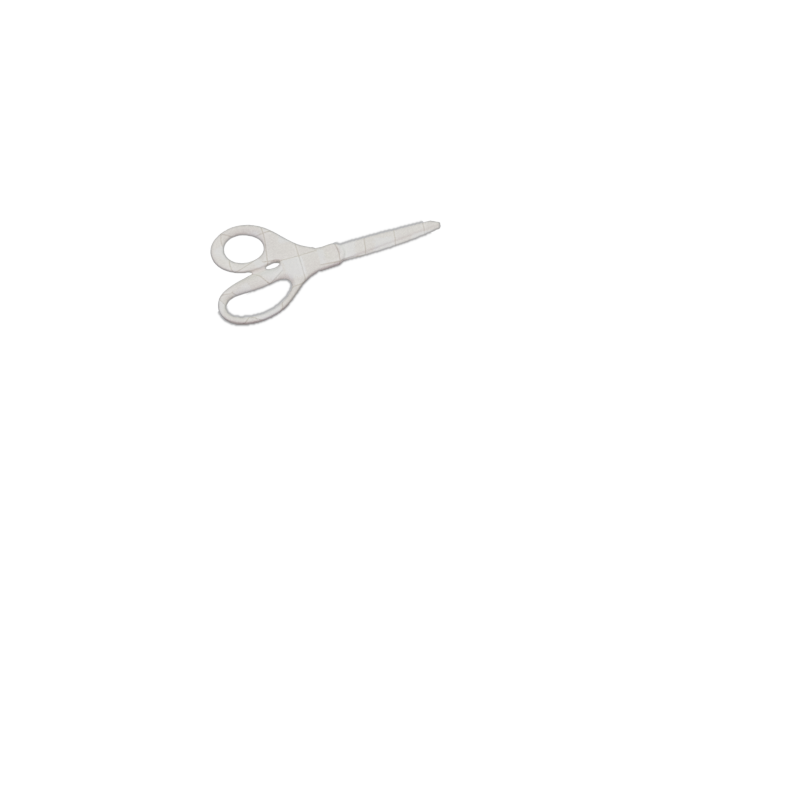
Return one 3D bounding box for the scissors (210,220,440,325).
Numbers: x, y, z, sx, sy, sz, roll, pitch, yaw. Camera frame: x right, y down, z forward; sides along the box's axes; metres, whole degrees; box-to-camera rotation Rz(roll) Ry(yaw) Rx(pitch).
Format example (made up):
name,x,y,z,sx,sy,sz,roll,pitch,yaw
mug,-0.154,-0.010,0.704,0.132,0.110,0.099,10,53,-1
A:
name,x,y,z,sx,sy,sz,roll,pitch,yaw
scissors,-0.074,-0.136,0.949,0.202,0.101,0.015,-32,-18,-12
